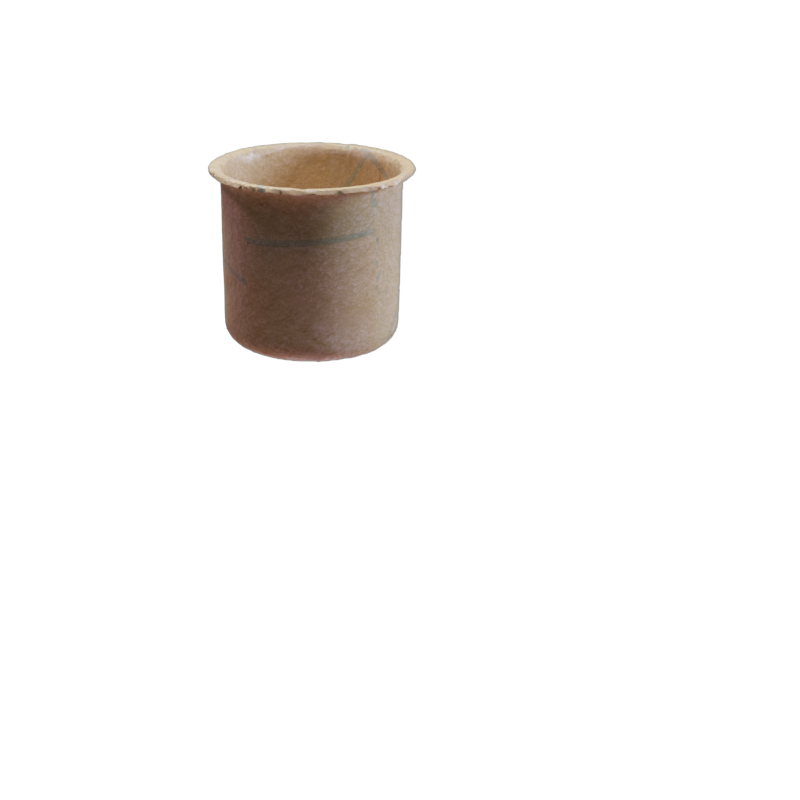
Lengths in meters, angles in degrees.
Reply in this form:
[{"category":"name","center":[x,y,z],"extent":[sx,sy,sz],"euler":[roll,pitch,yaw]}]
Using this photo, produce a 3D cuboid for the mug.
[{"category":"mug","center":[-0.041,-0.074,0.521],"extent":[0.093,0.078,0.122],"euler":[1,23,0]}]
